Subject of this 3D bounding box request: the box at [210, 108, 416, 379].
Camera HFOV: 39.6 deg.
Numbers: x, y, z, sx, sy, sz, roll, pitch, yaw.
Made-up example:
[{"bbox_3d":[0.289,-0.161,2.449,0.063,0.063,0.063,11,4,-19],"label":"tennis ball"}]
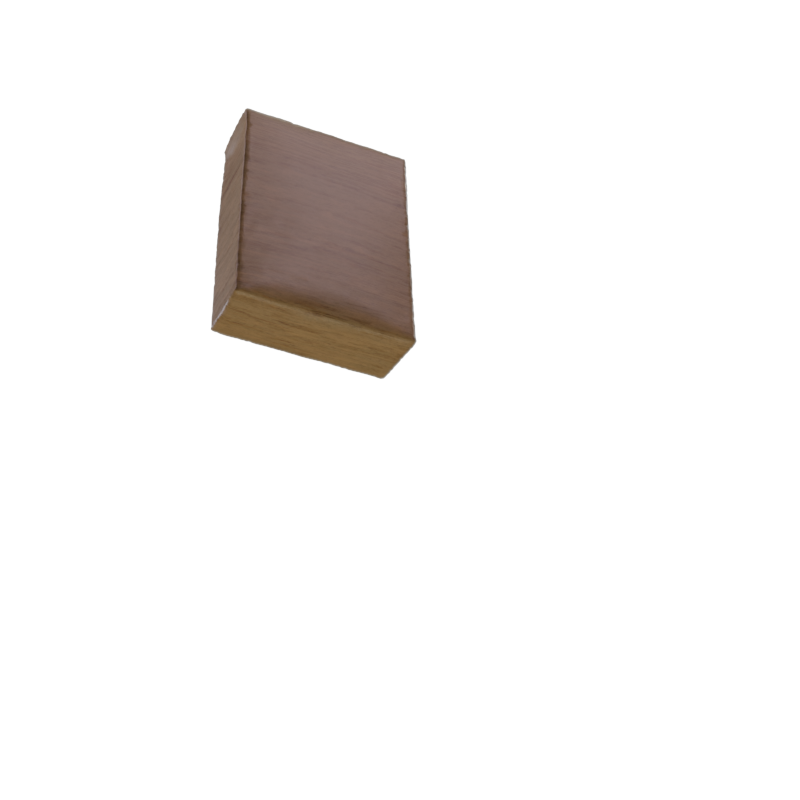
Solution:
[{"bbox_3d":[-0.076,-0.139,0.976,0.158,0.229,0.069,14,-41,-20],"label":"box"}]
